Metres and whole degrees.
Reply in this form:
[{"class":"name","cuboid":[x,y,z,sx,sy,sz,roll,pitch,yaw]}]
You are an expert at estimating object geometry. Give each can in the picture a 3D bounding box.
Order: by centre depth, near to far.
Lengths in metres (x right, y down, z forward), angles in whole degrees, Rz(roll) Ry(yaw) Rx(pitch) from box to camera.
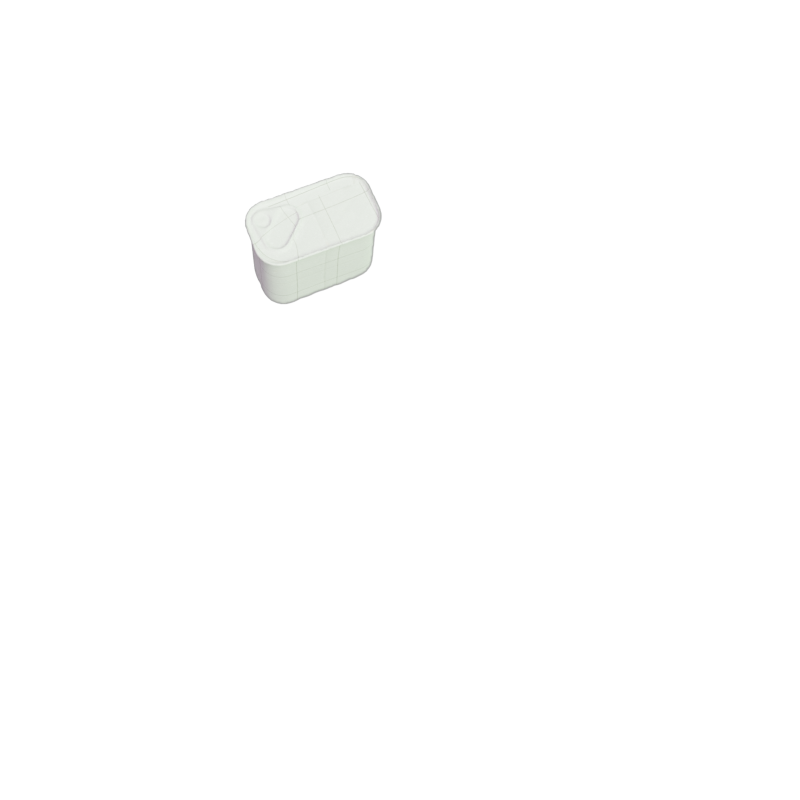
[{"class":"can","cuboid":[-0.069,-0.126,0.882,0.101,0.061,0.080,-21,-19,-10]}]
